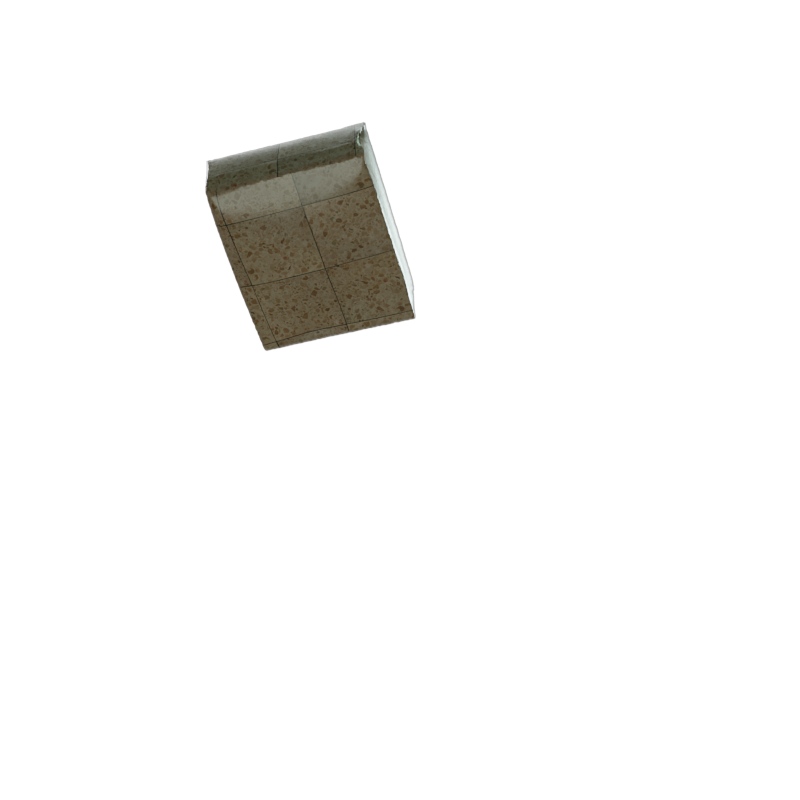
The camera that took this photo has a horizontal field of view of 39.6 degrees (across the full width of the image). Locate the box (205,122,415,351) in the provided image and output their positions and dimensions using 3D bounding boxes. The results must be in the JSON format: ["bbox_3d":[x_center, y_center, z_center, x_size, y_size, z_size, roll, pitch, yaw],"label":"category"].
[{"bbox_3d":[-0.047,-0.086,0.603,0.090,0.105,0.042,-12,37,9],"label":"box"}]
